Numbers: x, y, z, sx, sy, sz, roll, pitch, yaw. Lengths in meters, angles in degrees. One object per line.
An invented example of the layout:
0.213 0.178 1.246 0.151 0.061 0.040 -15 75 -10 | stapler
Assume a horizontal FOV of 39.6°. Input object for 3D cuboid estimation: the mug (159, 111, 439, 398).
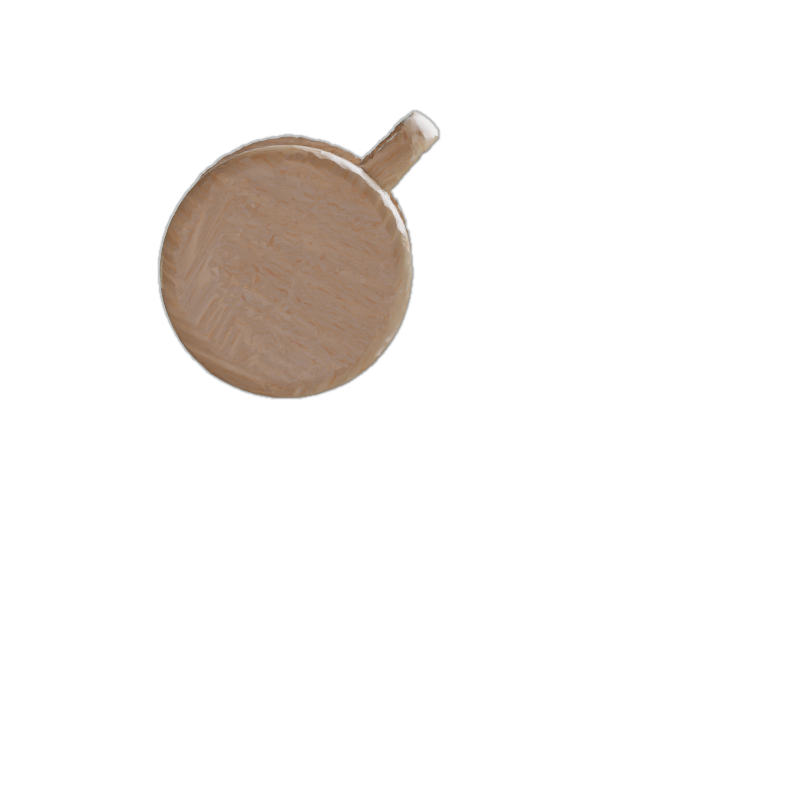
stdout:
-0.030 -0.055 0.386 0.117 0.092 0.083 -42 6 3 | mug
